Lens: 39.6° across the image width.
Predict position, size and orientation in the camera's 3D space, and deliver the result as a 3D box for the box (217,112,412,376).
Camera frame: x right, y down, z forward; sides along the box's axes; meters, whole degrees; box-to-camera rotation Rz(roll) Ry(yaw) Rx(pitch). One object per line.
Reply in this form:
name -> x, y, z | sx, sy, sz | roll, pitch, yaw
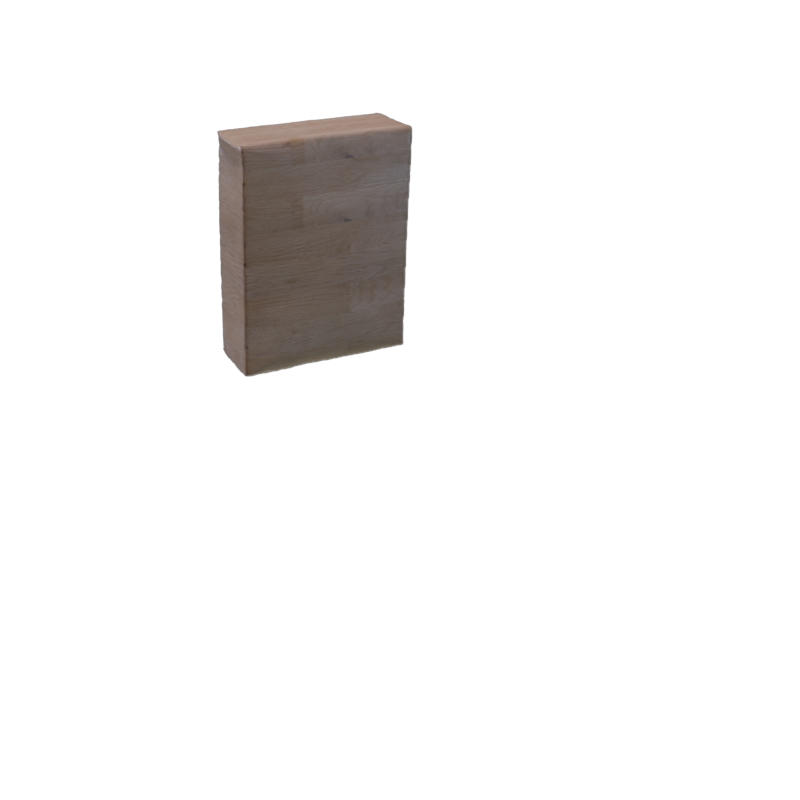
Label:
box -> -0.078, -0.143, 1.000 | 0.161, 0.204, 0.077 | -11, 24, -26
